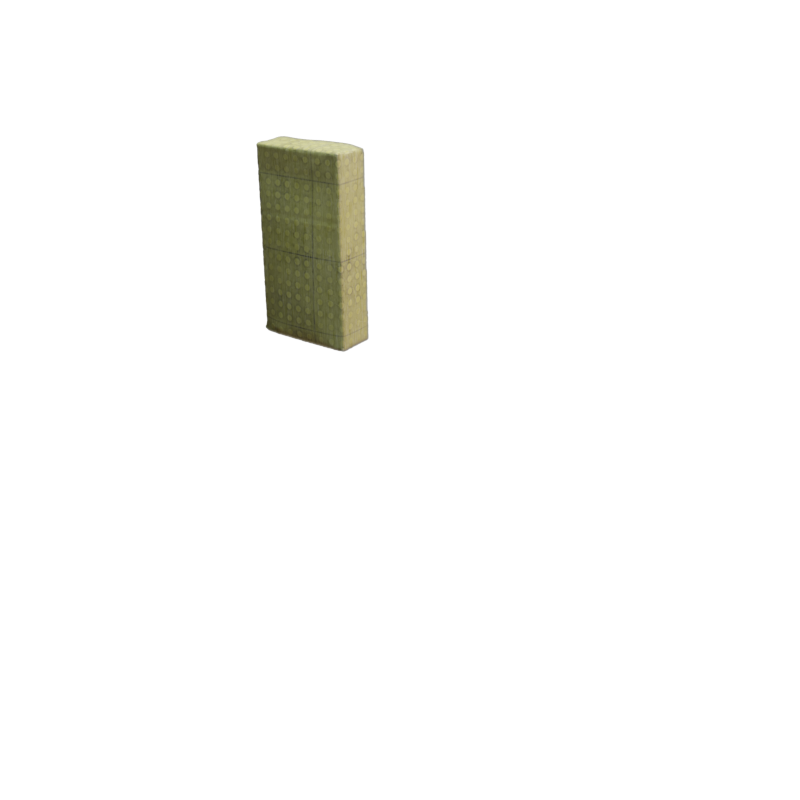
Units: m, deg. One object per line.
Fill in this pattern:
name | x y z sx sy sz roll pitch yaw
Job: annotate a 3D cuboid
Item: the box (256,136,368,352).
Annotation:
box | -0.076 -0.139 0.972 0.098 0.170 0.047 14 20 36
